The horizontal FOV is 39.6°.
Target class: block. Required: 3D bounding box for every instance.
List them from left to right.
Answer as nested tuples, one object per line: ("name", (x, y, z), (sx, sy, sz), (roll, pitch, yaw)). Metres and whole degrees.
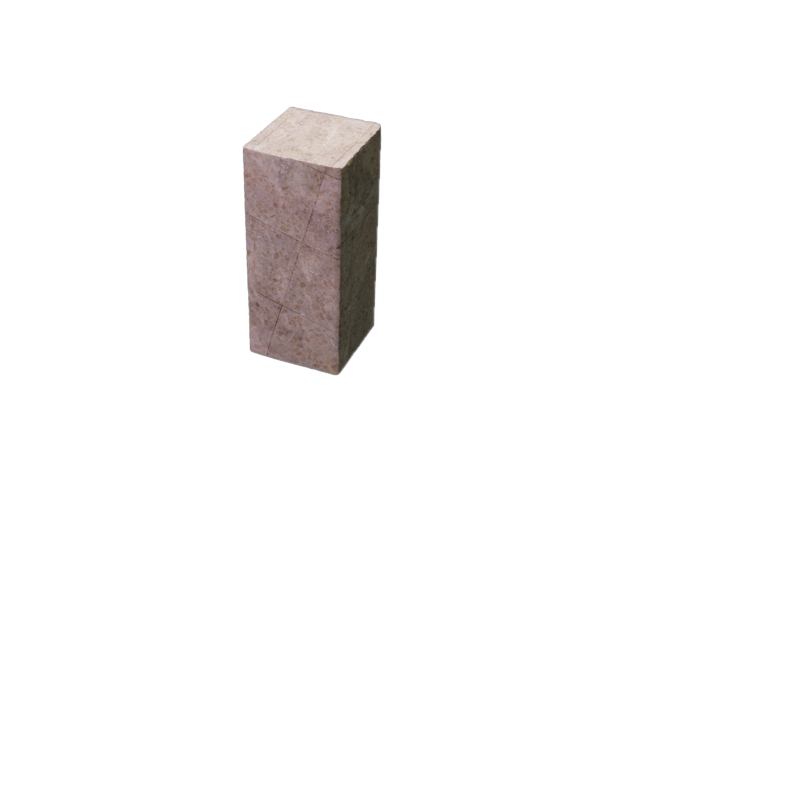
("block", (-0.075, -0.137, 0.964), (0.093, 0.193, 0.093), (15, 36, 18))
